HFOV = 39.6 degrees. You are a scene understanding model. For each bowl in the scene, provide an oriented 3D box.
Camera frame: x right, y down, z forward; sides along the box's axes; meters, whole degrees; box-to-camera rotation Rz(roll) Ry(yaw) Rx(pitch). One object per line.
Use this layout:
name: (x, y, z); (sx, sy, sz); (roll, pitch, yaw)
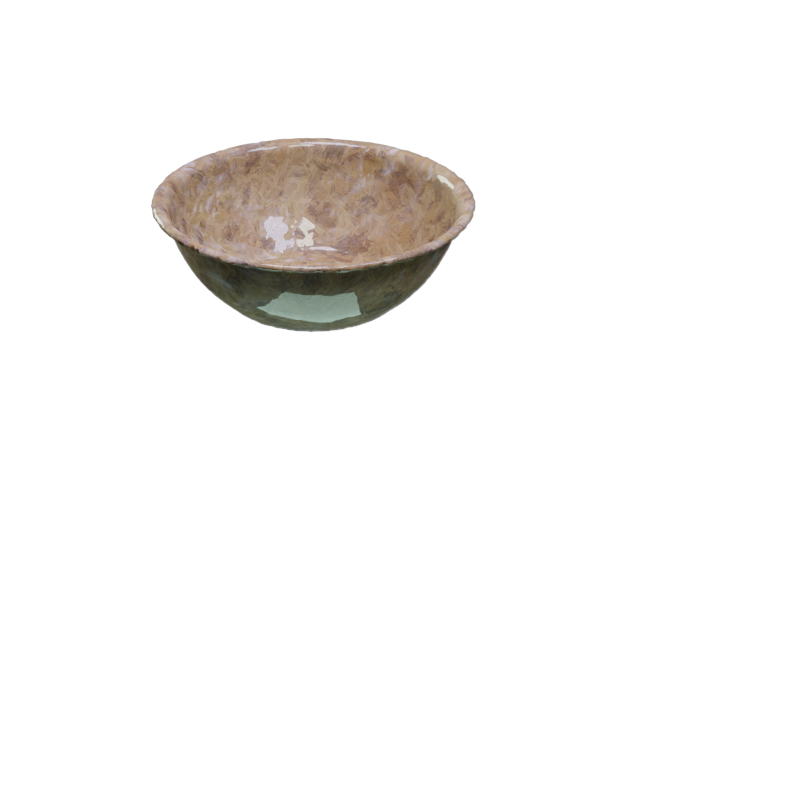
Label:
bowl: (-0.044, -0.081, 0.567); (0.162, 0.052, 0.172); (-1, 31, -2)
